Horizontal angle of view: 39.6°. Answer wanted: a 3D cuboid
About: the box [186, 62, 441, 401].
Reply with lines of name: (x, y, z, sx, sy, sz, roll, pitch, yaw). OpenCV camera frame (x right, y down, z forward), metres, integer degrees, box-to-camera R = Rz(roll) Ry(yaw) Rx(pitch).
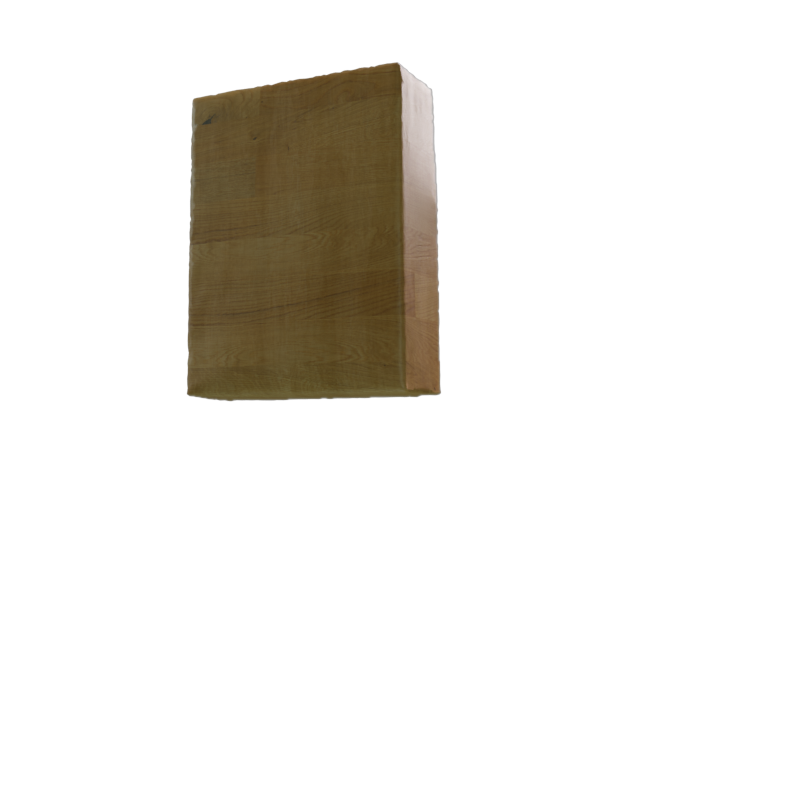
box: (-0.060, -0.109, 0.761, 0.168, 0.219, 0.068, -4, -10, 26)
